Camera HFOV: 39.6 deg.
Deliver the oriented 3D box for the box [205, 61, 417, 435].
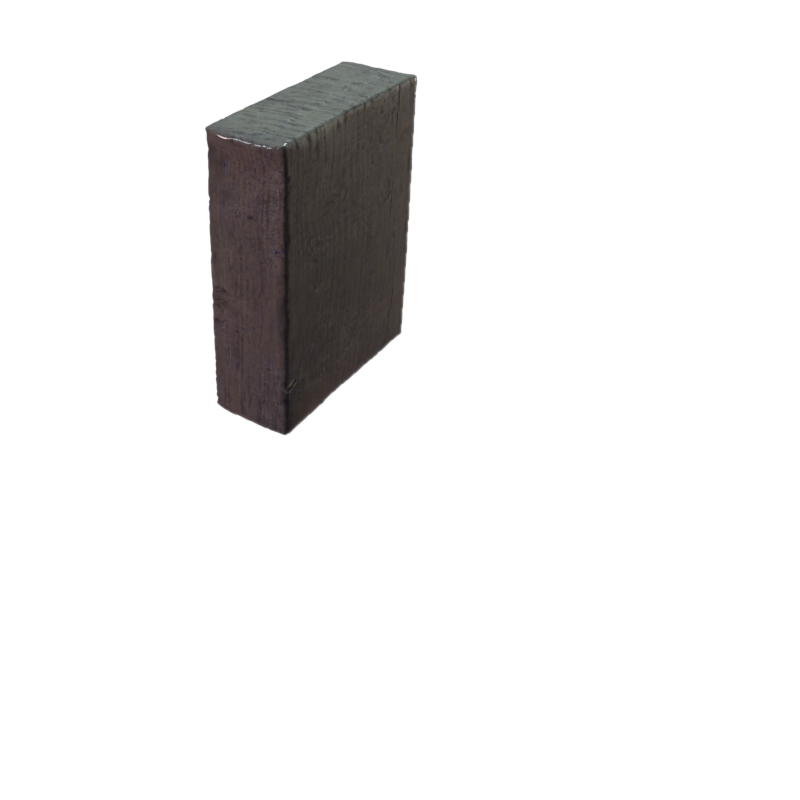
[{"bbox_3d":[-0.061,-0.111,0.776,0.075,0.201,0.166,17,34,25],"label":"box"}]
